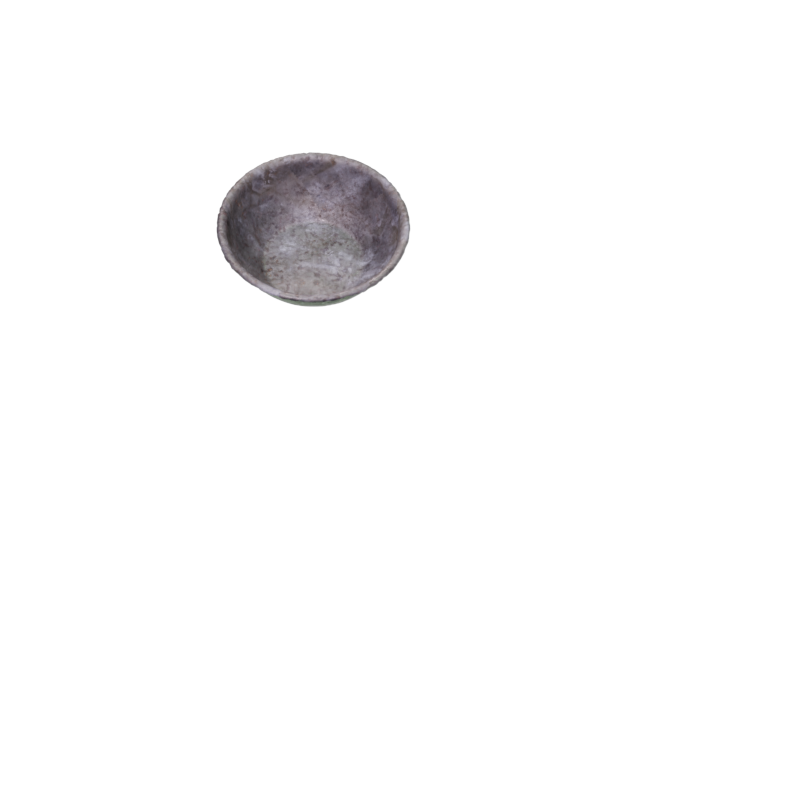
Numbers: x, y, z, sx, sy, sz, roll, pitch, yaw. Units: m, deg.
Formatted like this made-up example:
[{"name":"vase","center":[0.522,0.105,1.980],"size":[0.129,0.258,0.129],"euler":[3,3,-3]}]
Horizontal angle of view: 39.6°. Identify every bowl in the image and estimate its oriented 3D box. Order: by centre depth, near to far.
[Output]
[{"name":"bowl","center":[-0.074,-0.135,0.946],"size":[0.162,0.174,0.051],"euler":[-1,-35,-1]}]
